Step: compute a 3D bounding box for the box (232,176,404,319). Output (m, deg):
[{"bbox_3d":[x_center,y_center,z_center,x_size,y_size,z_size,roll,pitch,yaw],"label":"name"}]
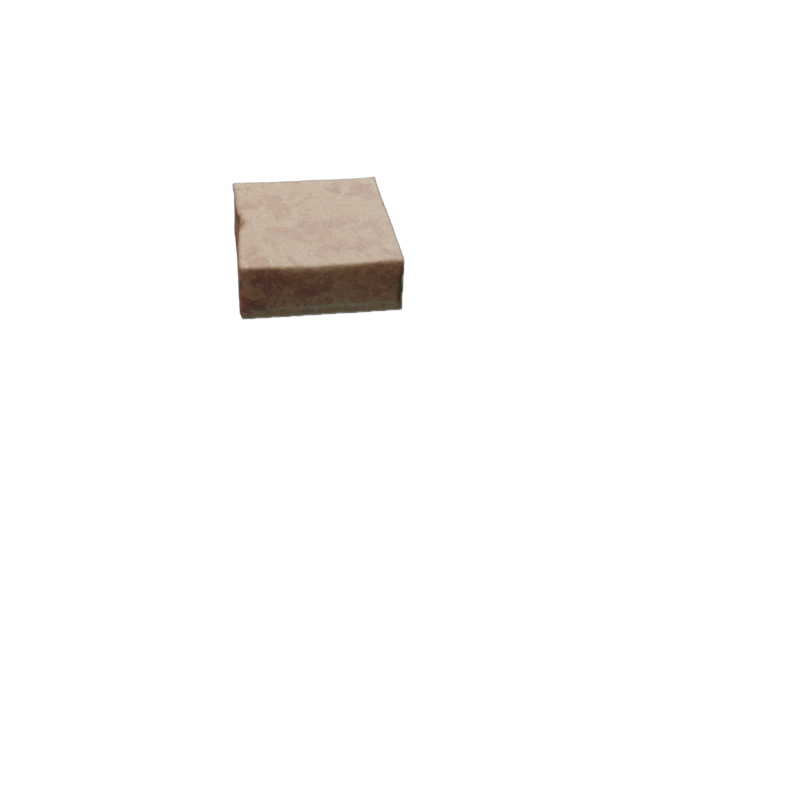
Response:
[{"bbox_3d":[-0.041,-0.075,0.523,0.073,0.028,0.096,-4,35,-6],"label":"box"}]
